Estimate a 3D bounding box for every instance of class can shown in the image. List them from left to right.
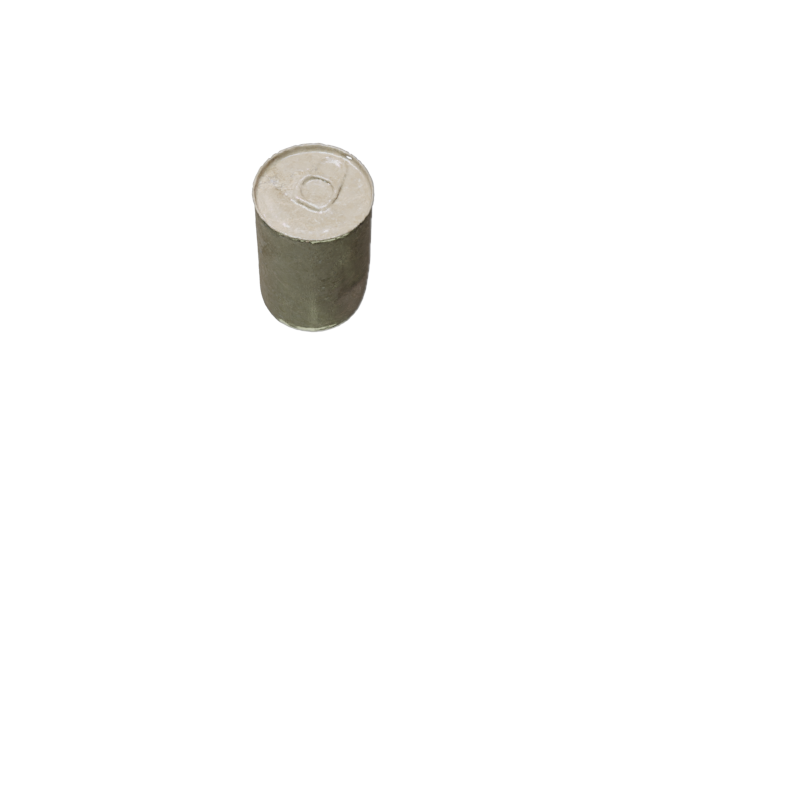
[{"bbox_3d":[-0.051,-0.093,0.654,0.068,0.073,0.096,0,-30,-3],"label":"can"}]
